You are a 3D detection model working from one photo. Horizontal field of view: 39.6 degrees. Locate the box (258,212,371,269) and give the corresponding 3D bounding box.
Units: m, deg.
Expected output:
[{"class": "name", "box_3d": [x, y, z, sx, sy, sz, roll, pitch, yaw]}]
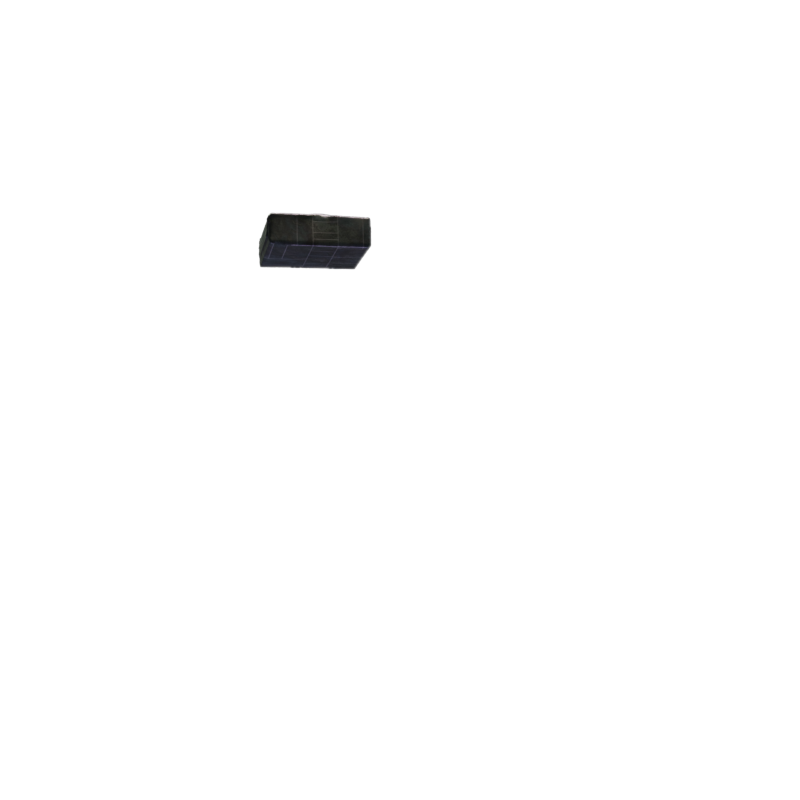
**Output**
[{"class": "box", "box_3d": [-0.075, -0.137, 0.959, 0.088, 0.031, 0.072, 2, -11, -10]}]
